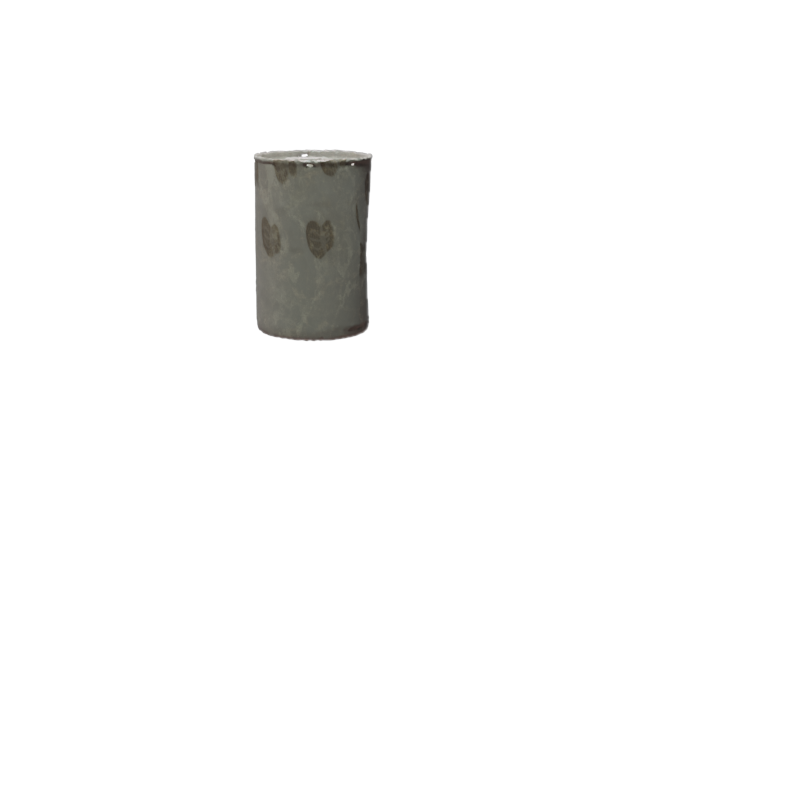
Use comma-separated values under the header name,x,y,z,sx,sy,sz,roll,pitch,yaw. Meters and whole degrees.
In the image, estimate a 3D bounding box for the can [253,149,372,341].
name,x,y,z,sx,sy,sz,roll,pitch,yaw
can,-0.050,-0.092,0.642,0.068,0.100,0.071,0,13,-2
